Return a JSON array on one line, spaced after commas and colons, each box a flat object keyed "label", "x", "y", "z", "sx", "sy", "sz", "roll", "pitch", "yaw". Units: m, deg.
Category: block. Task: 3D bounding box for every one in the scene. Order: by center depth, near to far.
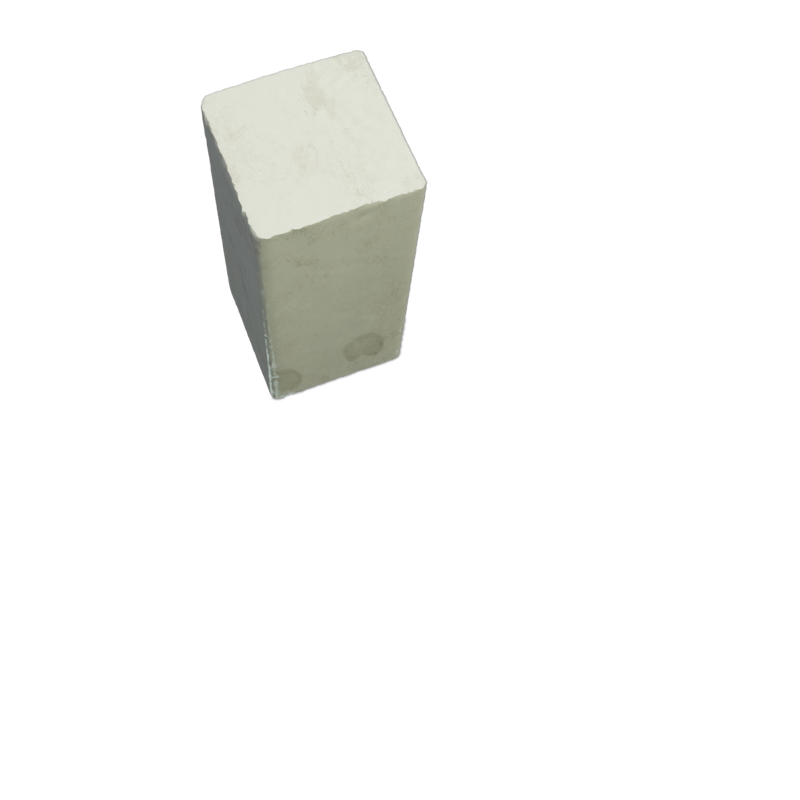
[{"label": "block", "x": -0.050, "y": -0.090, "z": 0.627, "sx": 0.090, "sy": 0.096, "sz": 0.195, "roll": -19, "pitch": -21, "yaw": -11}]
